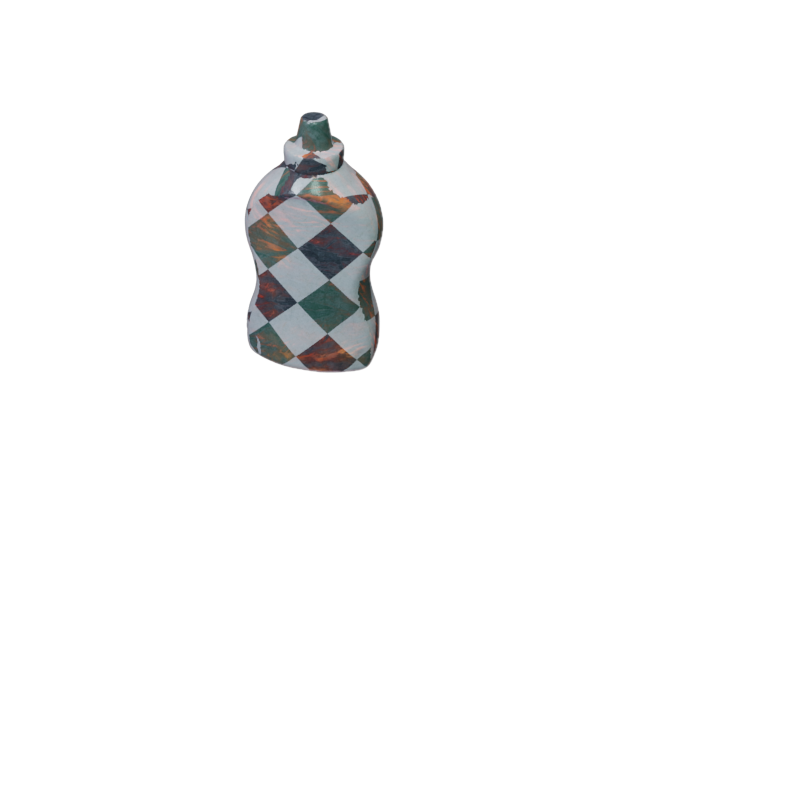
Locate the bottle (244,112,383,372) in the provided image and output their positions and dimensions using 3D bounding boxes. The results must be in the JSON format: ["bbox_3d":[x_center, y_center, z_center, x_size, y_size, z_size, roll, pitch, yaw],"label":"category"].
[{"bbox_3d":[-0.061,-0.112,0.781,0.098,0.180,0.061,11,35,12],"label":"bottle"}]
